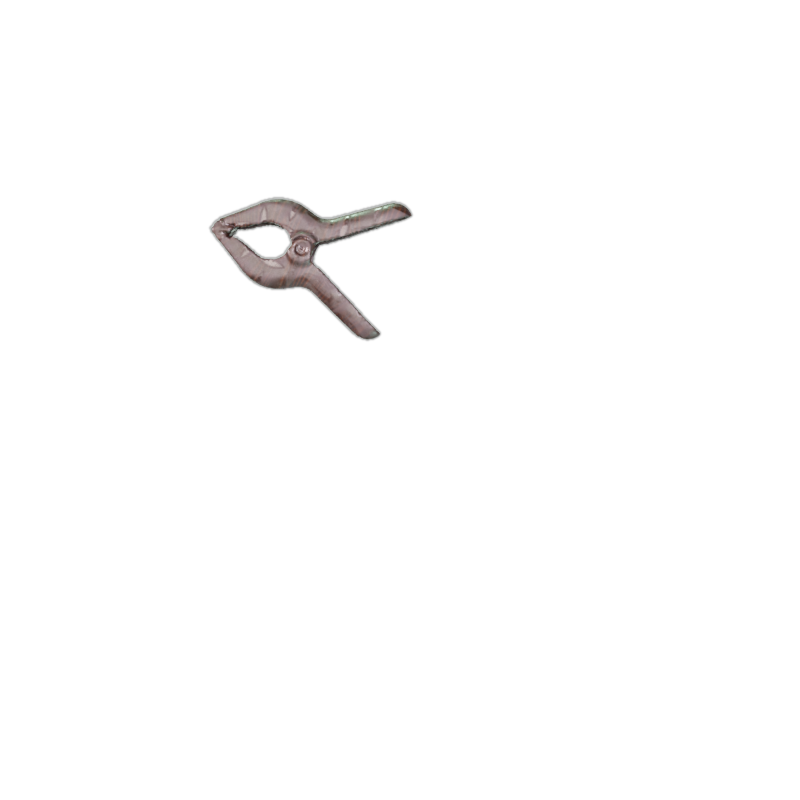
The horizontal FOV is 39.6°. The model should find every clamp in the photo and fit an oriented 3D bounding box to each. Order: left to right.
[{"bbox_3d":[-0.076,-0.138,0.965,0.173,0.122,0.038,24,-10,4],"label":"clamp"}]
